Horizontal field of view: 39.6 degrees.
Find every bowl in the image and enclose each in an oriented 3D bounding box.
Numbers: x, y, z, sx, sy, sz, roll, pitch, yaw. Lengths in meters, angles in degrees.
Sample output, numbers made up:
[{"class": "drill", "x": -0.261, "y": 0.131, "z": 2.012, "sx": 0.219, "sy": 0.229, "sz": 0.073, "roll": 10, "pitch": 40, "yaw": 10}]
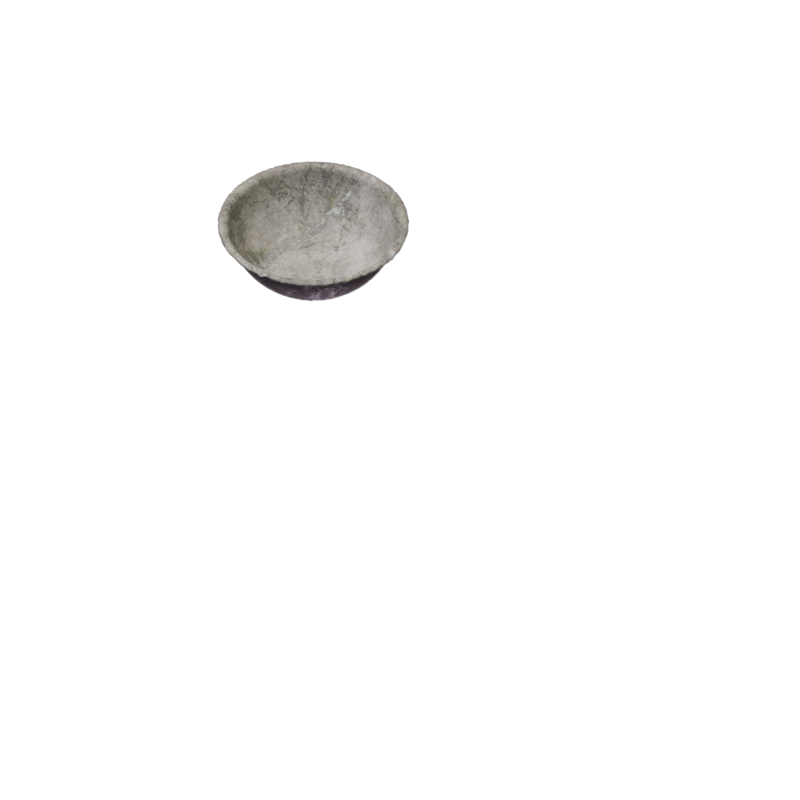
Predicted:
[{"class": "bowl", "x": -0.075, "y": -0.136, "z": 0.953, "sx": 0.162, "sy": 0.174, "sz": 0.051, "roll": -1, "pitch": -44, "yaw": -1}]
